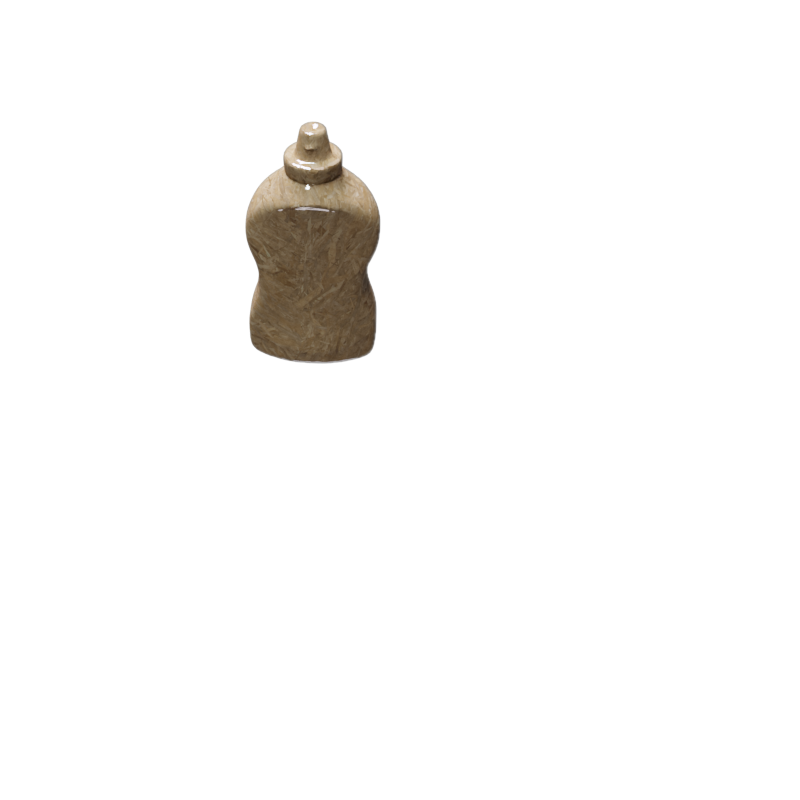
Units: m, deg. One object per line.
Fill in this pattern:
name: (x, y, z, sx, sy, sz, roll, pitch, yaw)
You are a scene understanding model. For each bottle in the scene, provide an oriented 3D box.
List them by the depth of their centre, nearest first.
bottle: (-0.063, -0.114, 0.802, 0.097, 0.179, 0.062, 5, 39, 3)
